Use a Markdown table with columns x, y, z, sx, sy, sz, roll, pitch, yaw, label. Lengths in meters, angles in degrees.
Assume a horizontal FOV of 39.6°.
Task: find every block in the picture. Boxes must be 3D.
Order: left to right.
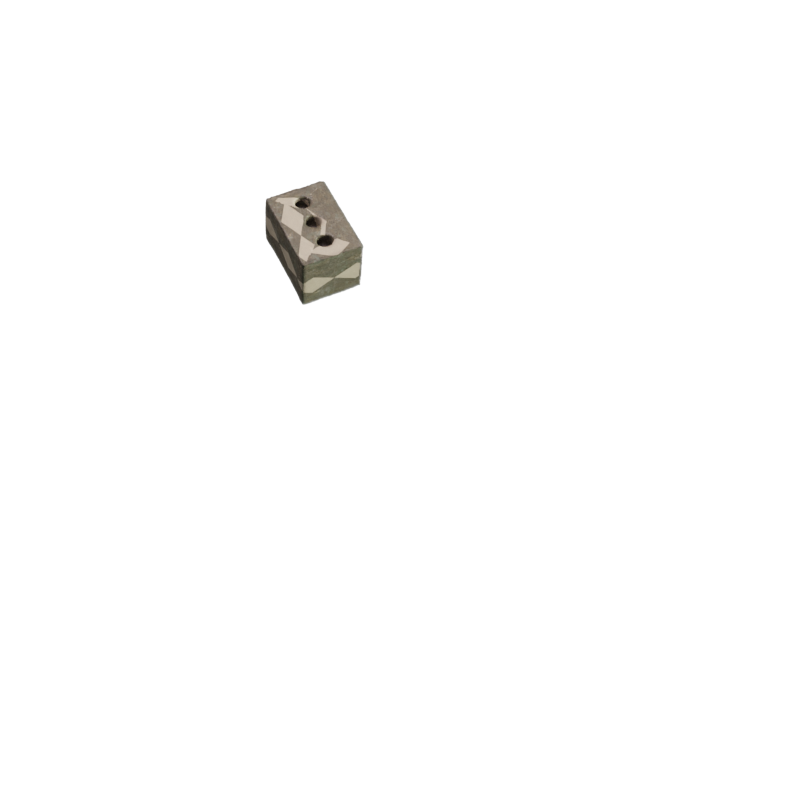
| x | y | z | sx | sy | sz | roll | pitch | yaw | label |
| --- | --- | --- | --- | --- | --- | --- | --- | --- | --- |
| -0.069 | -0.126 | 0.880 | 0.052 | 0.084 | 0.048 | -20 | -34 | -16 | block |
